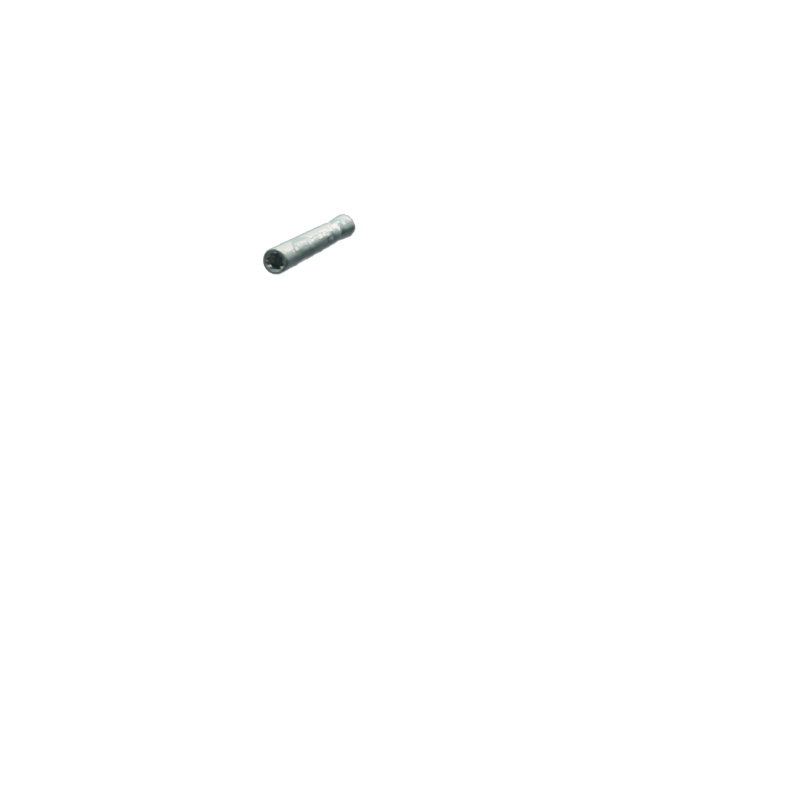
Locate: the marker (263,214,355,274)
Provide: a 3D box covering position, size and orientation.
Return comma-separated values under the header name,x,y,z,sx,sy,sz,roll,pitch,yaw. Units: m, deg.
name,x,y,z,sx,sy,sz,roll,pitch,yaw
marker,-0.063,-0.115,0.807,0.020,0.019,0.122,1,21,23
